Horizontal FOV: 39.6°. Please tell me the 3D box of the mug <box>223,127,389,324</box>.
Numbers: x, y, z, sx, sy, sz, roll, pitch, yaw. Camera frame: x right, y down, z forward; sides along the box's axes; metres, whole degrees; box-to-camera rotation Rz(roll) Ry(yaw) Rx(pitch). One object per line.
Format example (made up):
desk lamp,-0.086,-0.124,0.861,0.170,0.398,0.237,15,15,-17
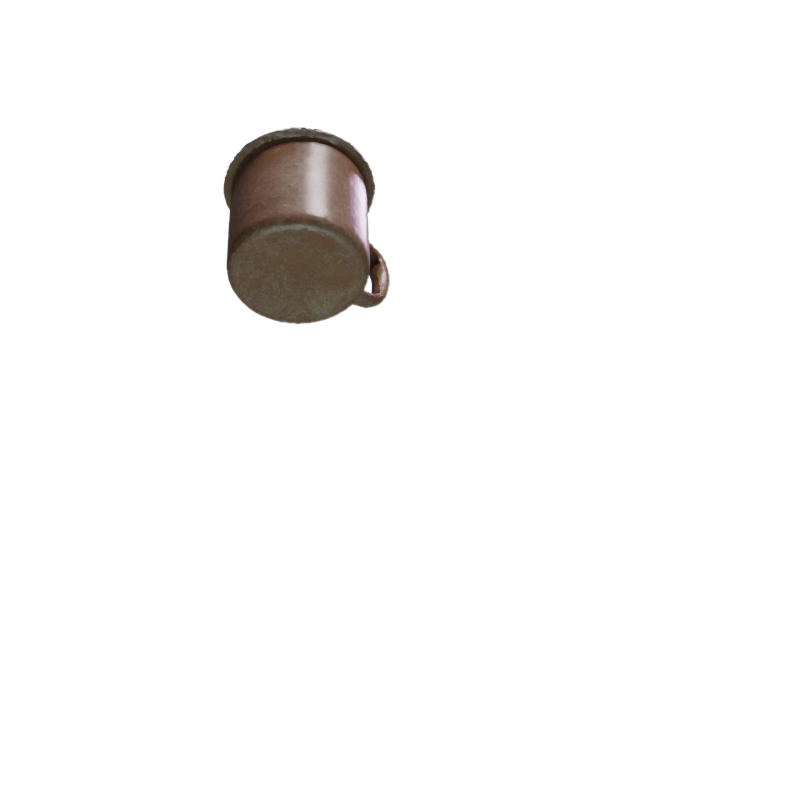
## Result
mug,-0.052,-0.094,0.658,0.092,0.087,0.110,-36,-55,28
